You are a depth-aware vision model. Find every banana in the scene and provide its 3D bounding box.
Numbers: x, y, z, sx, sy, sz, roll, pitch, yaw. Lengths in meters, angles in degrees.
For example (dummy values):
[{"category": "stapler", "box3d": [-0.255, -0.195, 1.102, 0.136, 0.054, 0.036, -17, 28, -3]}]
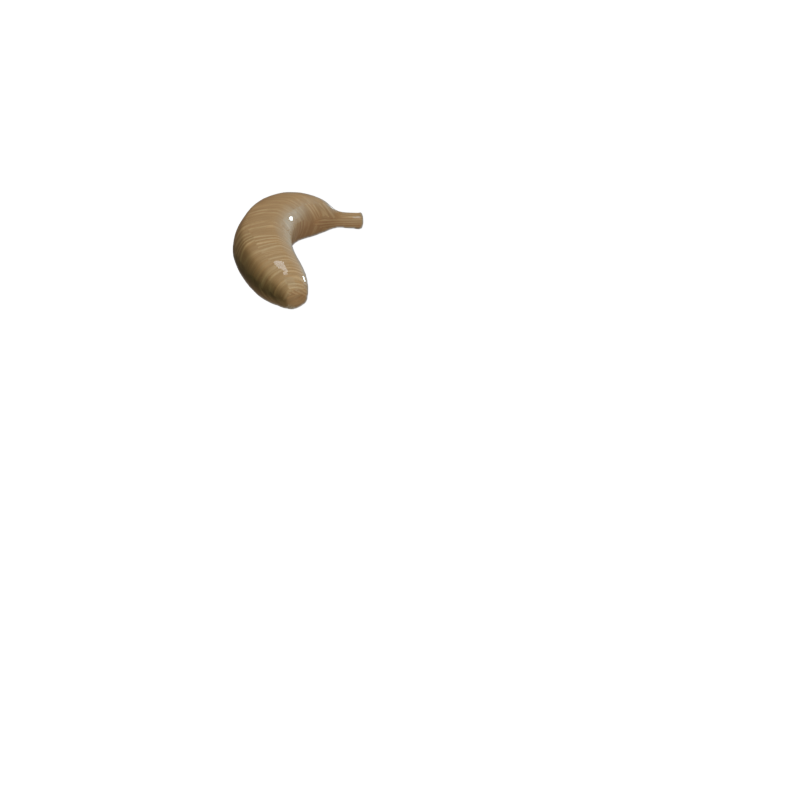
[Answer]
[{"category": "banana", "box3d": [-0.074, -0.105, 0.721, 0.071, 0.035, 0.204, 4, 24, 8]}]
